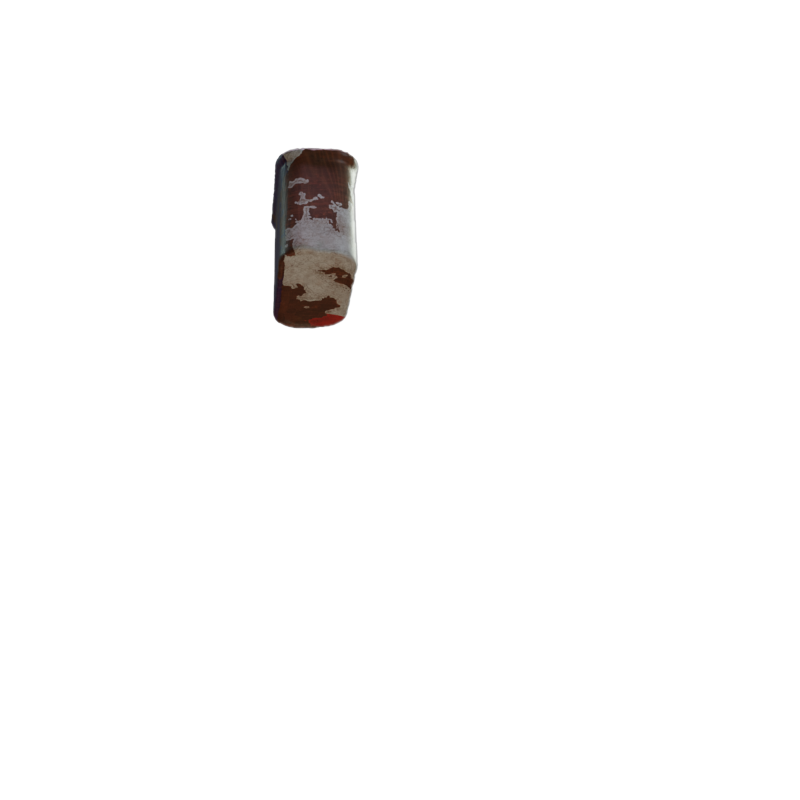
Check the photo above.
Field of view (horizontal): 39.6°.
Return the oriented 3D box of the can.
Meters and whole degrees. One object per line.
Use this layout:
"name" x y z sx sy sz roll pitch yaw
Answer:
"can" -0.060 -0.109 0.762 0.057 0.089 0.096 2 -31 -7
